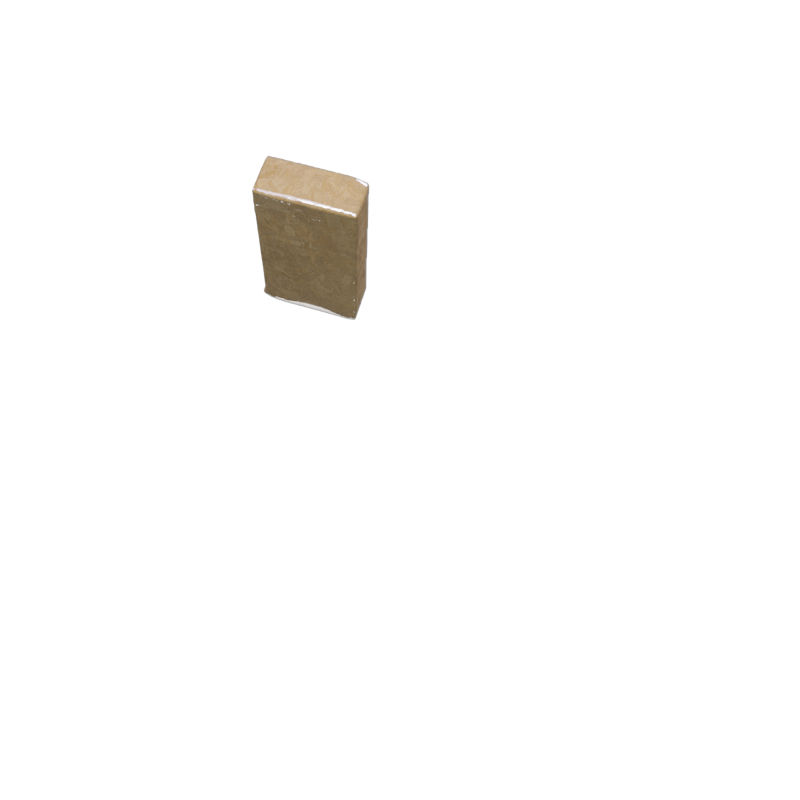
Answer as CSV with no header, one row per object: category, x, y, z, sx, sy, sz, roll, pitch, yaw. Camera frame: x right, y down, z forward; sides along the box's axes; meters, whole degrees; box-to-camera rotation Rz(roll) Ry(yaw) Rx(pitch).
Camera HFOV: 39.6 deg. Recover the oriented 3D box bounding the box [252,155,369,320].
box,-0.077,-0.140,0.981,0.095,0.050,0.166,17,-28,6
